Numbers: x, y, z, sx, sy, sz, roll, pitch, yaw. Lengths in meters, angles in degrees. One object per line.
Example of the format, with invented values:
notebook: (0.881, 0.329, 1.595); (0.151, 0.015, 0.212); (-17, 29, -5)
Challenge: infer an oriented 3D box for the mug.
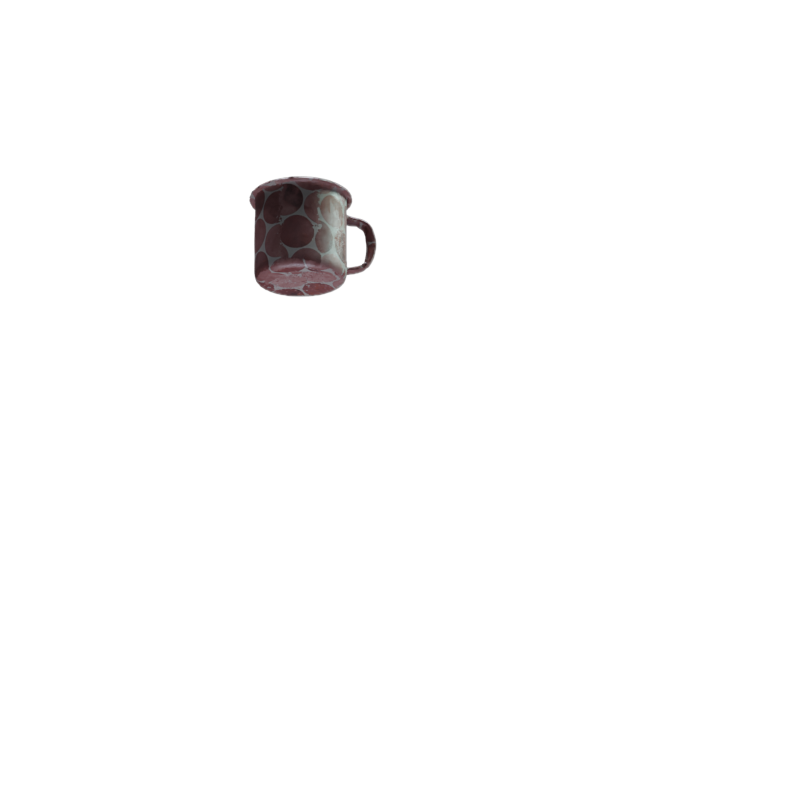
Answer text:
mug: (-0.077, -0.141, 0.989); (0.114, 0.086, 0.092); (6, -20, -20)
